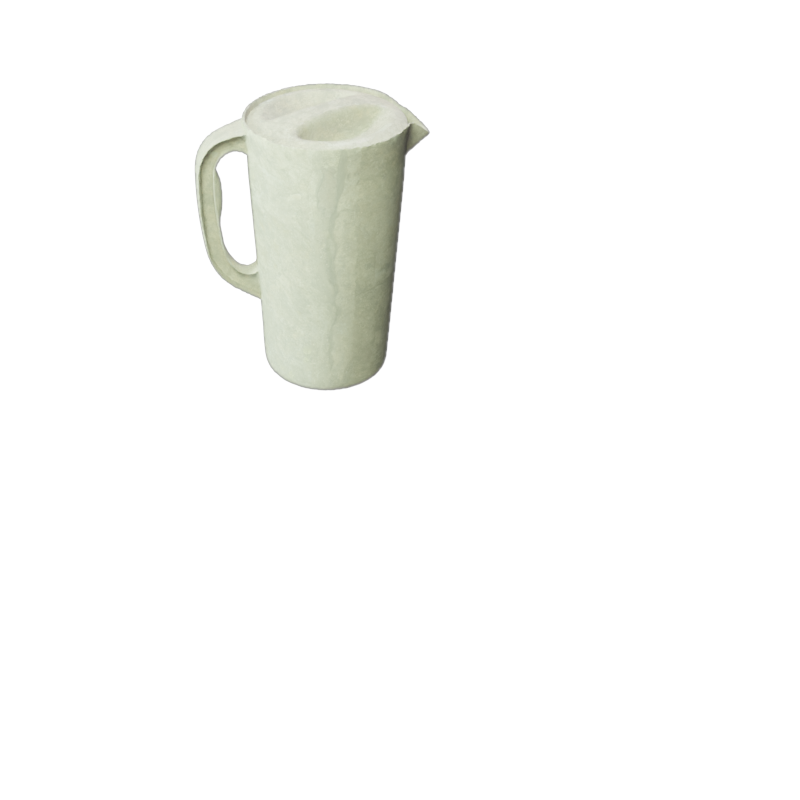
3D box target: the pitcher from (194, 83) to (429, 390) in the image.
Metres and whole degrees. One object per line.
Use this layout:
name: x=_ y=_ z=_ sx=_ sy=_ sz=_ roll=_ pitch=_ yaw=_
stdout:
pitcher: x=-0.072 y=-0.132 z=0.926 sx=0.157 sy=0.228 sz=0.147 roll=20 pitch=36 yaw=26
